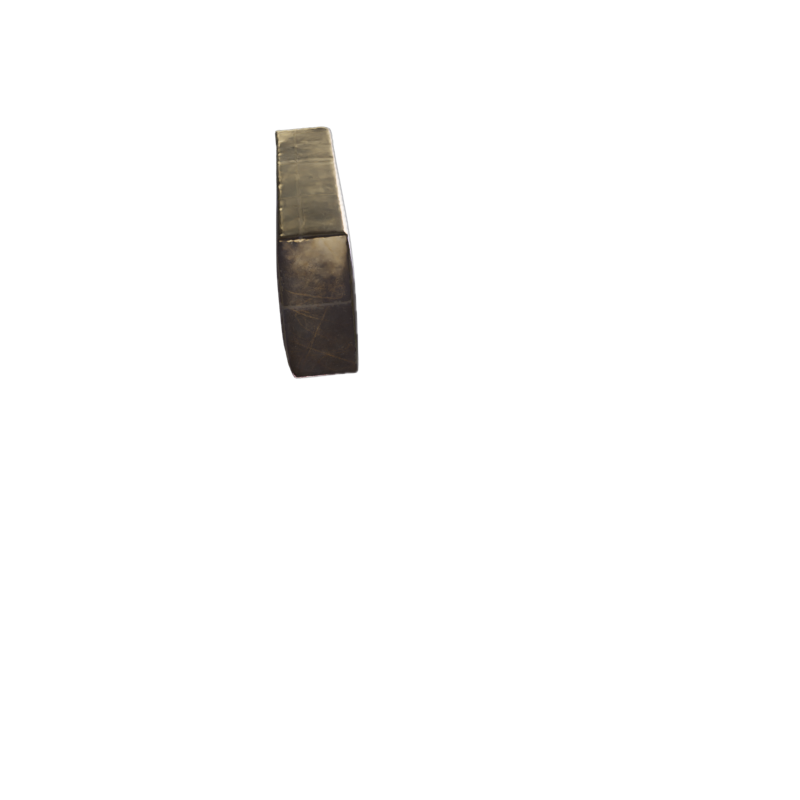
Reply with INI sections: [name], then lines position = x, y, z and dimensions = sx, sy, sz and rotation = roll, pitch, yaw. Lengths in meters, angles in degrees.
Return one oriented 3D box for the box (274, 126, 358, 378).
[box]
position = -0.054, -0.100, 0.696
dimensions = 0.048, 0.088, 0.188
rotation = -4, 32, -2
